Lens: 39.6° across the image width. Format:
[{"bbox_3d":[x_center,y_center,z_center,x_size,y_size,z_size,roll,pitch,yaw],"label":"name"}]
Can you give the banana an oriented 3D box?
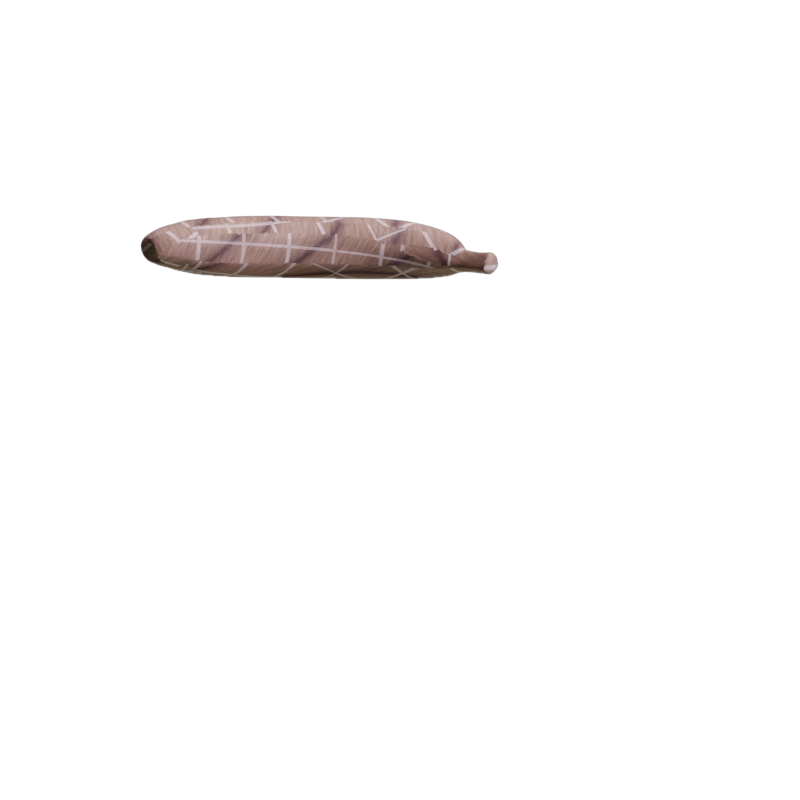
[{"bbox_3d":[-0.048,-0.089,0.639,0.196,0.037,0.070,0,0,-7],"label":"banana"}]
